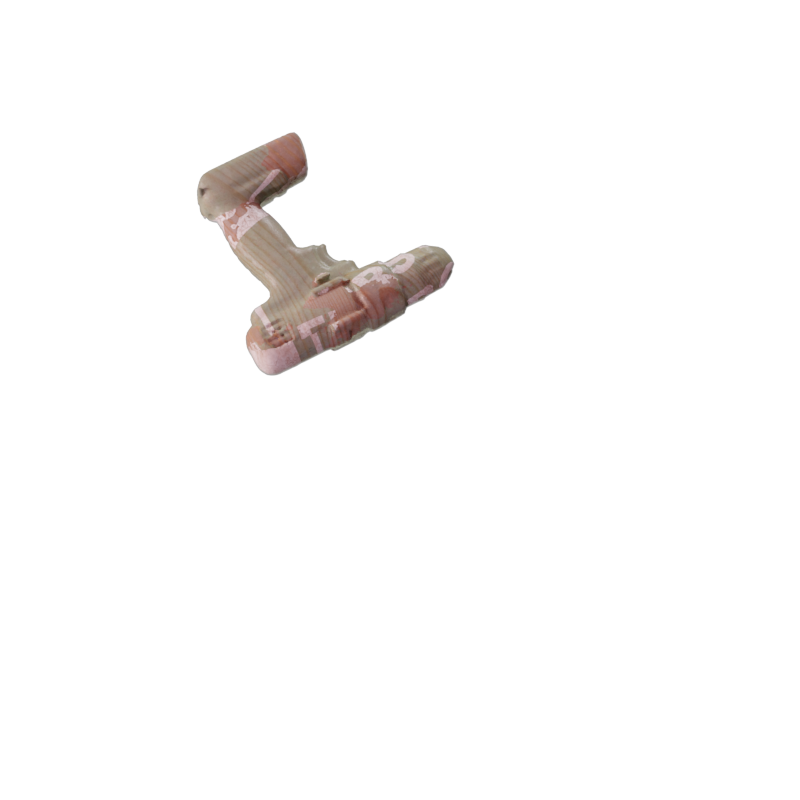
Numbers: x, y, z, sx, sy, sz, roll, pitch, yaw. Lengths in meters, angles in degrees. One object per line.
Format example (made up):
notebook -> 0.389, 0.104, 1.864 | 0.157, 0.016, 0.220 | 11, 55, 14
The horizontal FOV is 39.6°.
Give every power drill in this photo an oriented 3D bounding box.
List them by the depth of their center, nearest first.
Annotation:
power drill -> -0.073, -0.133, 0.931 | 0.184, 0.199, 0.054 | -27, -24, -13
